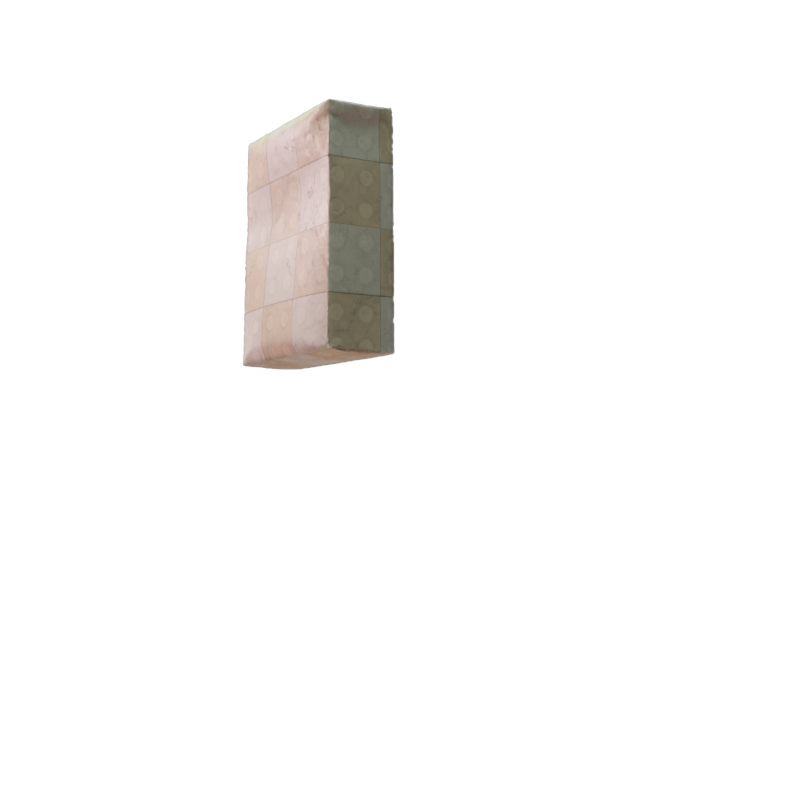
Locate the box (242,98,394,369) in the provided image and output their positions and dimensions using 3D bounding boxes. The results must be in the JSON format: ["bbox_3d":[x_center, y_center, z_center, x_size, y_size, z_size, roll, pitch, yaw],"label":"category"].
[{"bbox_3d":[-0.077,-0.140,0.978,0.069,0.219,0.167,6,-10,-32],"label":"box"}]
